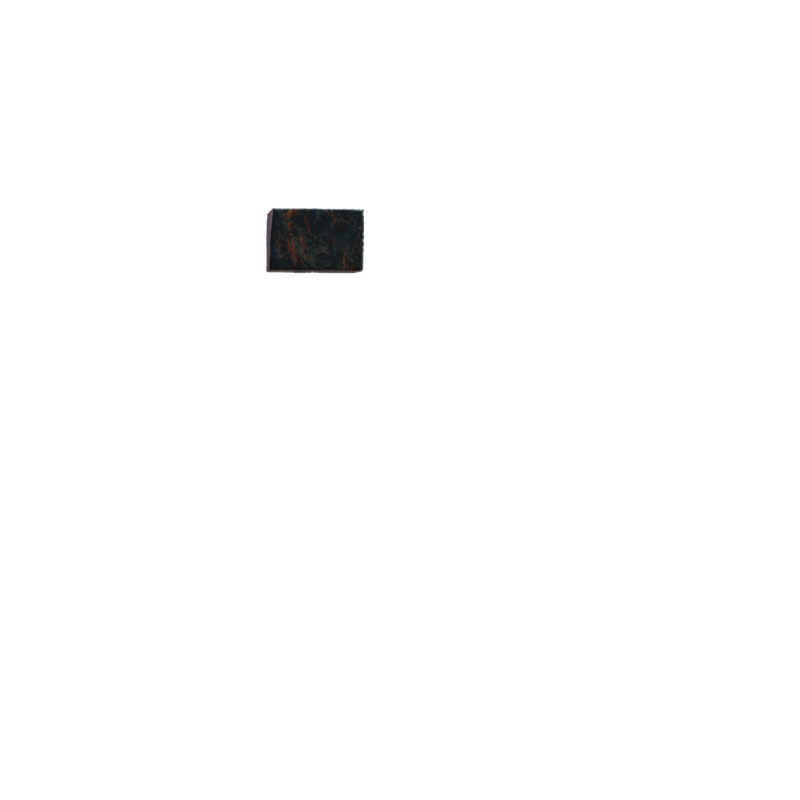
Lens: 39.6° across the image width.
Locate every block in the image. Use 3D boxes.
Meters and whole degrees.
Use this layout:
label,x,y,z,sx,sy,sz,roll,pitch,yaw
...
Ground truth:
label,x,y,z,sx,sy,sz,roll,pitch,yaw
block,-0.072,-0.131,0.920,0.077,0.051,0.053,0,1,-9
